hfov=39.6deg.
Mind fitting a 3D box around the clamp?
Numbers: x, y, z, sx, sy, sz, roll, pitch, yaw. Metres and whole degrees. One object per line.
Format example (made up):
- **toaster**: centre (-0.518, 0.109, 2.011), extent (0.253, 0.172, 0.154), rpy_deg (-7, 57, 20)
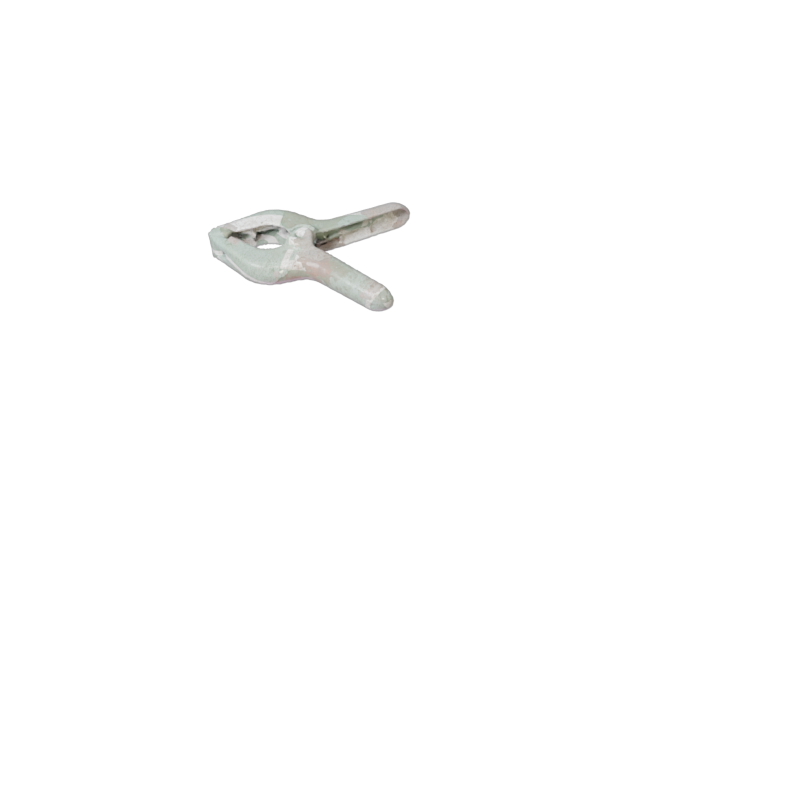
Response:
- **clamp**: centre (-0.074, -0.135, 0.943), extent (0.176, 0.037, 0.126), rpy_deg (13, 44, 14)
